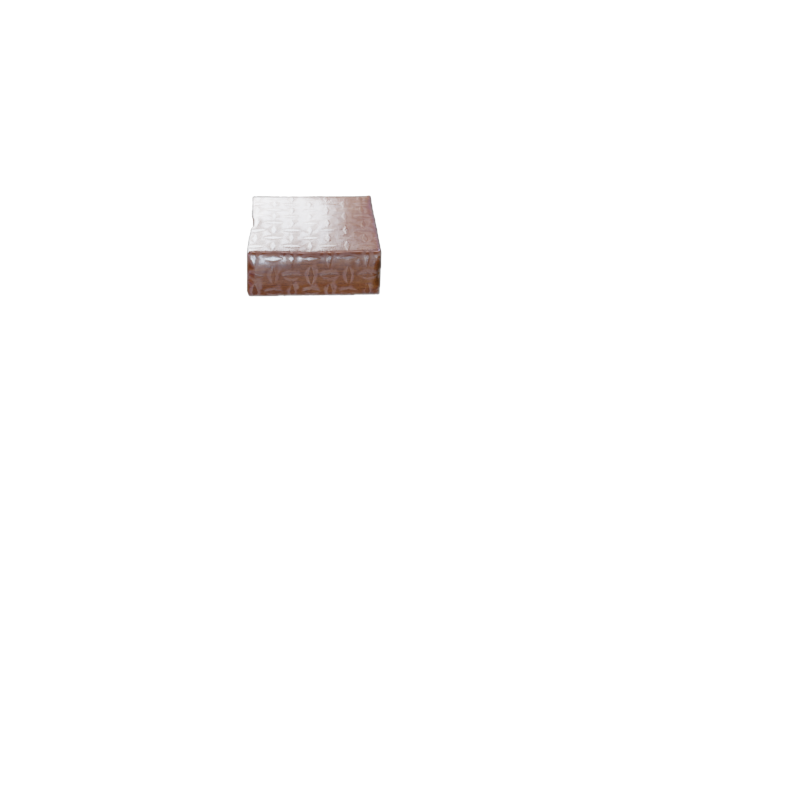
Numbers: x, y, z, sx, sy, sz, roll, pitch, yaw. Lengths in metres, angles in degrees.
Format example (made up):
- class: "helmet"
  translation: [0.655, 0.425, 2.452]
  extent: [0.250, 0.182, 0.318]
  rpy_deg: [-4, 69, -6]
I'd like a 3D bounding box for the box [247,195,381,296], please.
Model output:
- class: "box"
  translation: [-0.050, -0.091, 0.639]
  extent: [0.073, 0.028, 0.095]
  rpy_deg: [-1, 29, -3]
